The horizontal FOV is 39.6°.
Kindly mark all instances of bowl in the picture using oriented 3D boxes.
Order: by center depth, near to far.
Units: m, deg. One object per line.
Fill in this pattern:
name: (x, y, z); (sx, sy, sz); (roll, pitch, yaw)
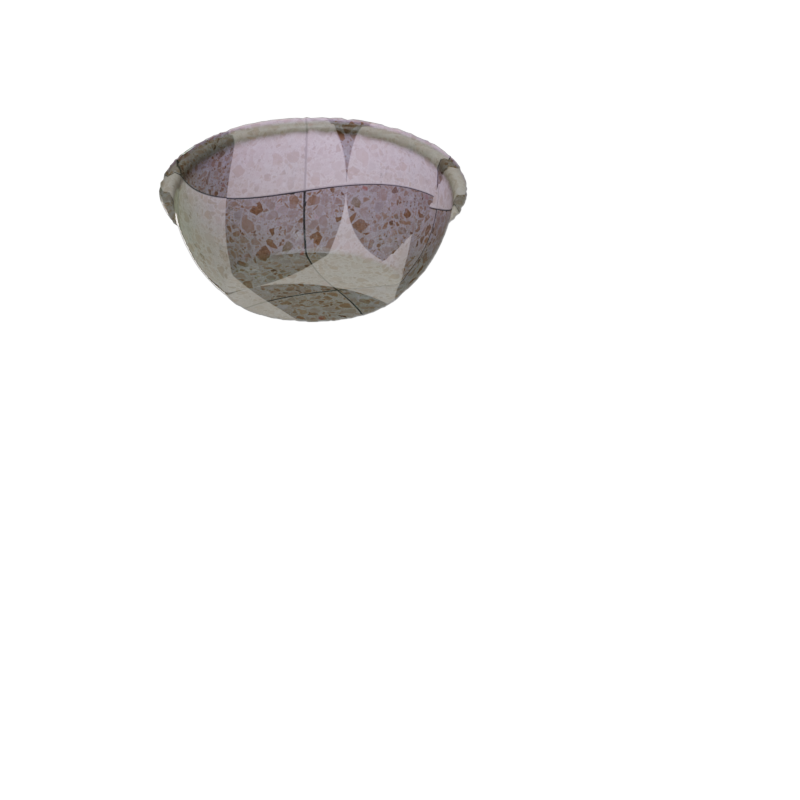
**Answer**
bowl: (-0.045, -0.082, 0.575); (0.162, 0.058, 0.154); (0, -19, -2)
